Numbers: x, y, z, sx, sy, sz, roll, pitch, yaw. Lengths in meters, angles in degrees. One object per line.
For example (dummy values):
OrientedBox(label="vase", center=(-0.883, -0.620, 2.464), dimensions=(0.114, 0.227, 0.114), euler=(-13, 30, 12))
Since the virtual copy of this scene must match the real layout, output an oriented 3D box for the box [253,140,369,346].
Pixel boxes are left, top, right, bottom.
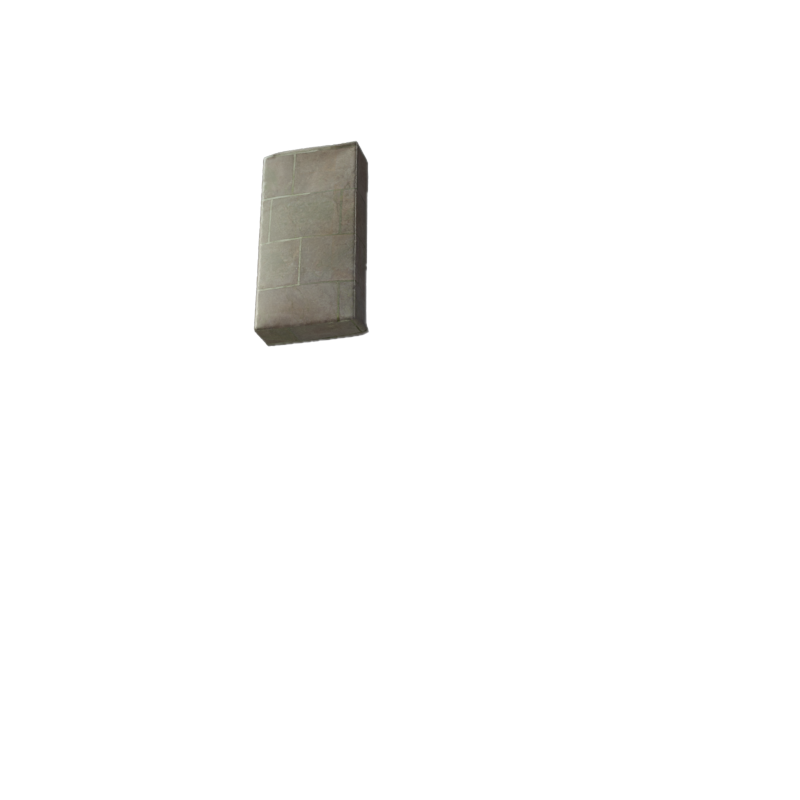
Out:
OrientedBox(label="box", center=(-0.077, -0.139, 0.976), dimensions=(0.095, 0.186, 0.045), euler=(-8, -25, 14))
